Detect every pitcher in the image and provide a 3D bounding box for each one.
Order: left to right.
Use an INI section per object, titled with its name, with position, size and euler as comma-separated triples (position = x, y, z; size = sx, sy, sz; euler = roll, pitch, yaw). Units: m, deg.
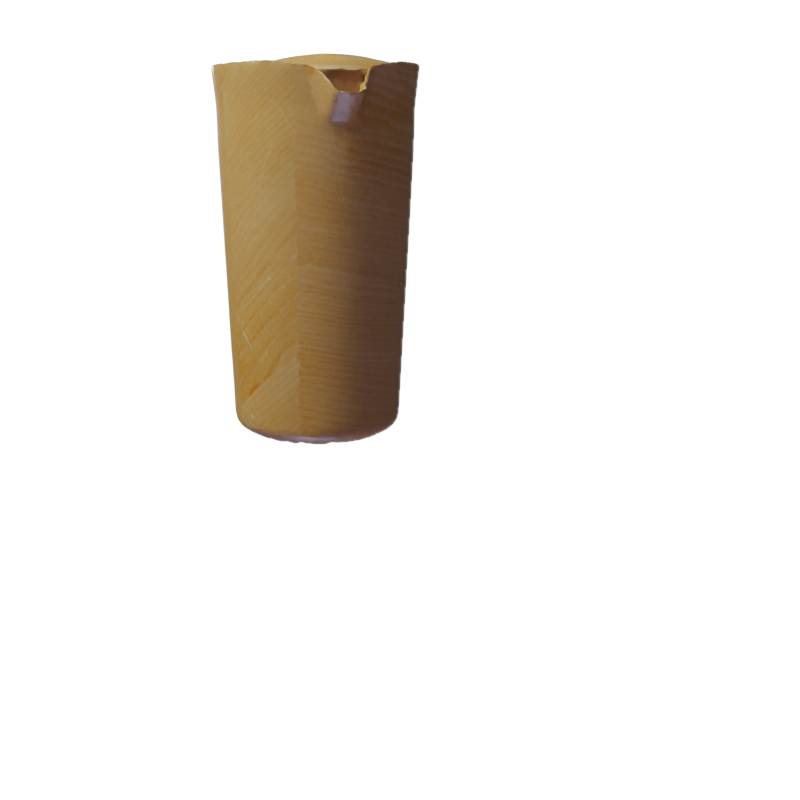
[pitcher]
position = -0.057, -0.105, 0.733
size = 0.150, 0.239, 0.146
euler = 4, 9, 27
